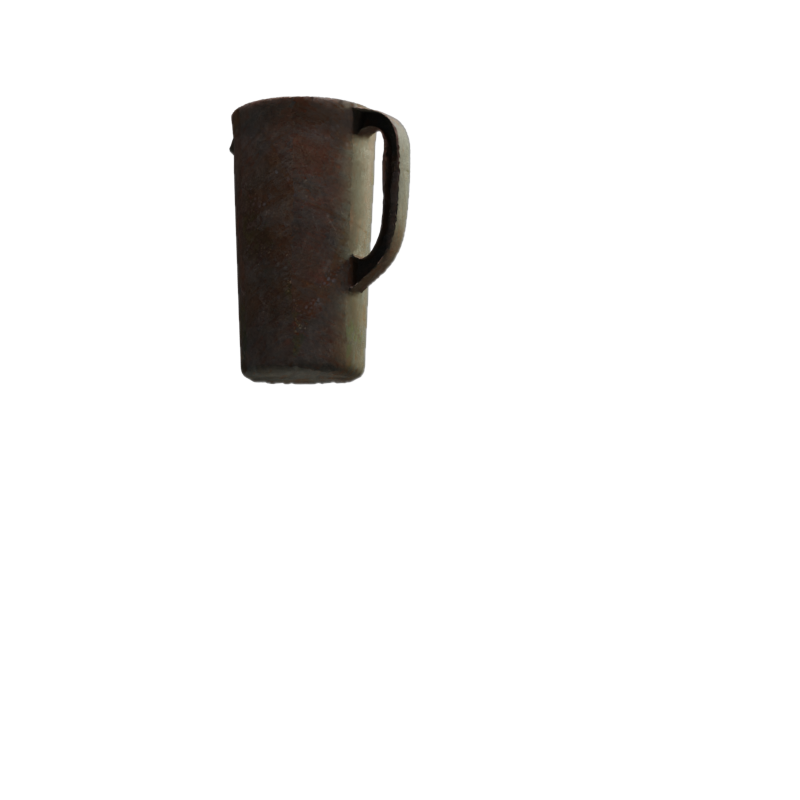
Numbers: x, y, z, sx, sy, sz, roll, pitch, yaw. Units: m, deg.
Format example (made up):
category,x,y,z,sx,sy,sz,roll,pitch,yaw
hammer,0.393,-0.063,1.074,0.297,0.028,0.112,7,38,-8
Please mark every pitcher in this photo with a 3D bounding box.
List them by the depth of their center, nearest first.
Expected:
category,x,y,z,sx,sy,sz,roll,pitch,yaw
pitcher,-0.076,-0.139,0.971,0.143,0.249,0.148,1,-8,-12
